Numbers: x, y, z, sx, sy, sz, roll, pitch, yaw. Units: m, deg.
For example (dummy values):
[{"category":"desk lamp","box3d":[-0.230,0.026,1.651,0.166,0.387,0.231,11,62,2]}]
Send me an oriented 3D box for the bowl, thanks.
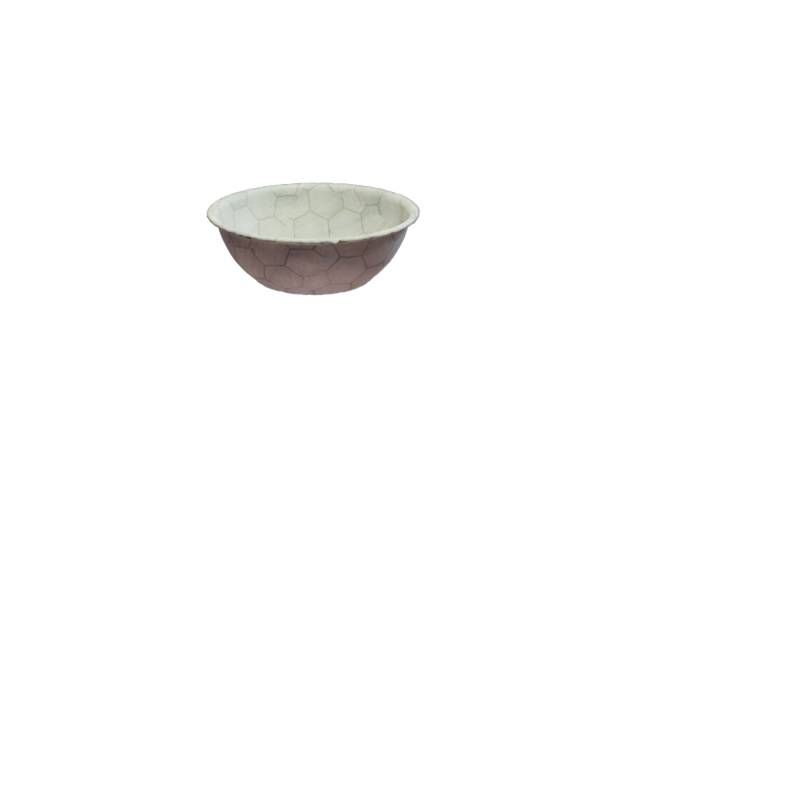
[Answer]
[{"category":"bowl","box3d":[-0.066,-0.121,0.848,0.162,0.052,0.170,-1,24,-2]}]
